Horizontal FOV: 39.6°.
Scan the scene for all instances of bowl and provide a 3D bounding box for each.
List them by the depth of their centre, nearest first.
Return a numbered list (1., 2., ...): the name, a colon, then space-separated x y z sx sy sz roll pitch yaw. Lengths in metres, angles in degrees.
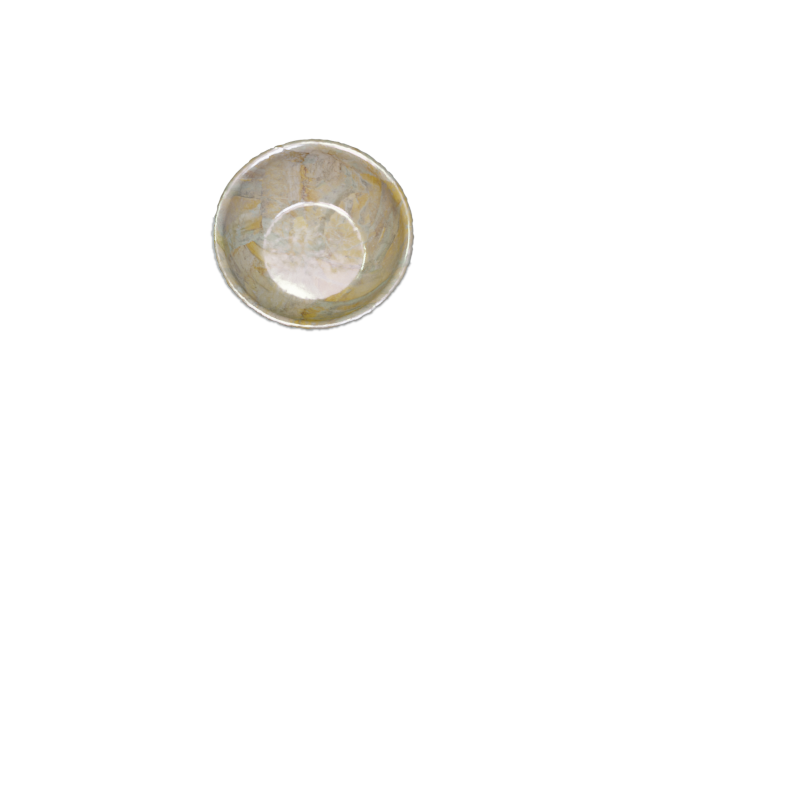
1. bowl: -0.071 -0.130 0.909 0.162 0.169 0.053 -1 -17 -1
